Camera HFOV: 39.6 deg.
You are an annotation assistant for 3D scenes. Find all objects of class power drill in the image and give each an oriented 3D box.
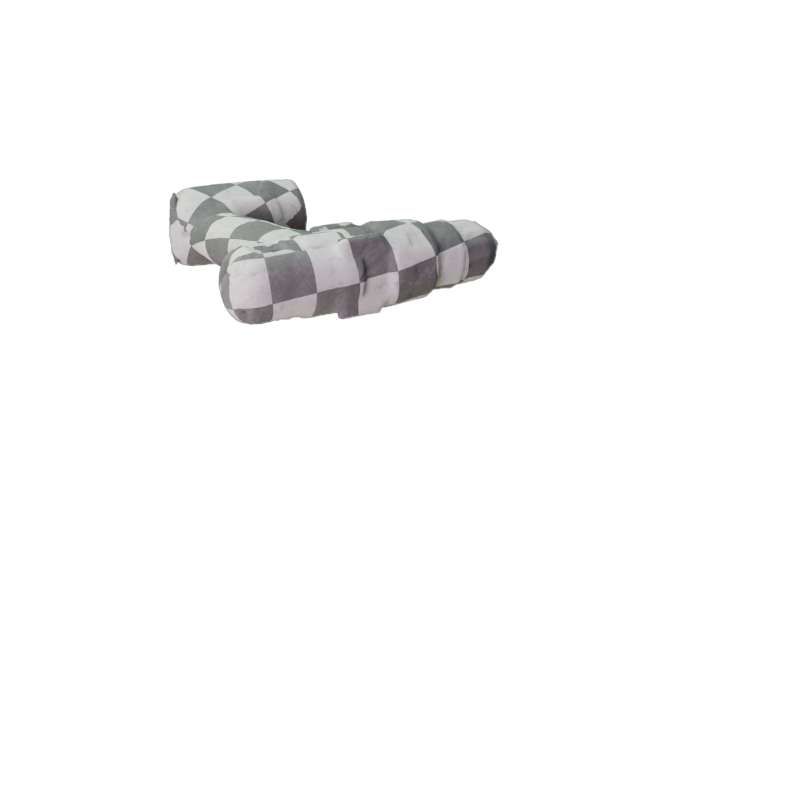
[{"bbox_3d":[-0.057,-0.103,0.723,0.180,0.055,0.199,-11,22,-29],"label":"power drill"}]
